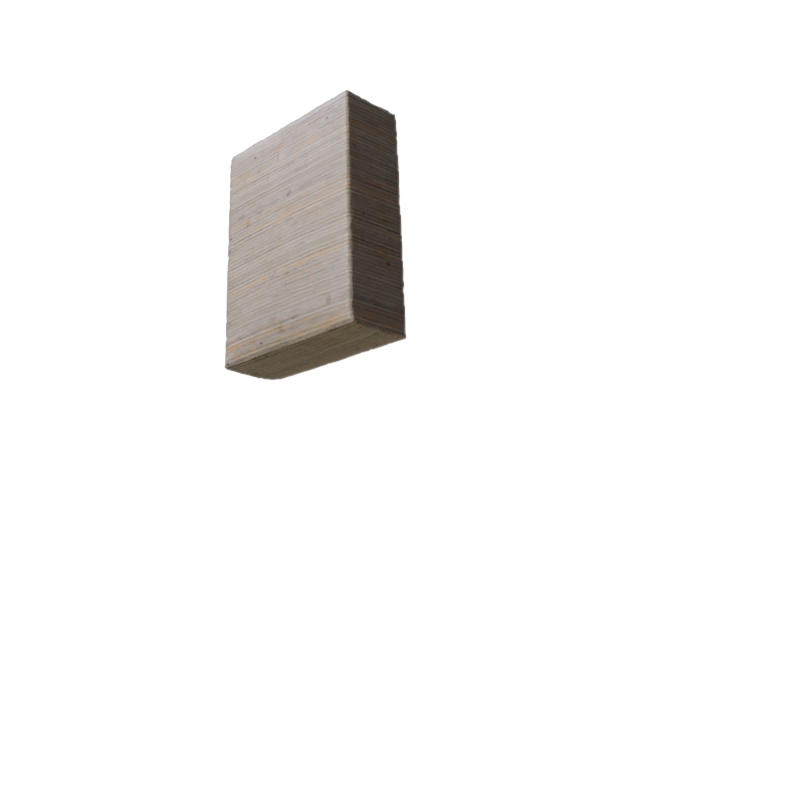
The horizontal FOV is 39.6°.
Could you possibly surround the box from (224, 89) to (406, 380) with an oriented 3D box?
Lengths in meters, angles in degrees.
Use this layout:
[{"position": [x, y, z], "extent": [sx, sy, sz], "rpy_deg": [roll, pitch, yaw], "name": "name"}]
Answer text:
[{"position": [-0.076, -0.139, 0.975], "extent": [0.165, 0.225, 0.068], "rpy_deg": [-21, -30, 40], "name": "box"}]
